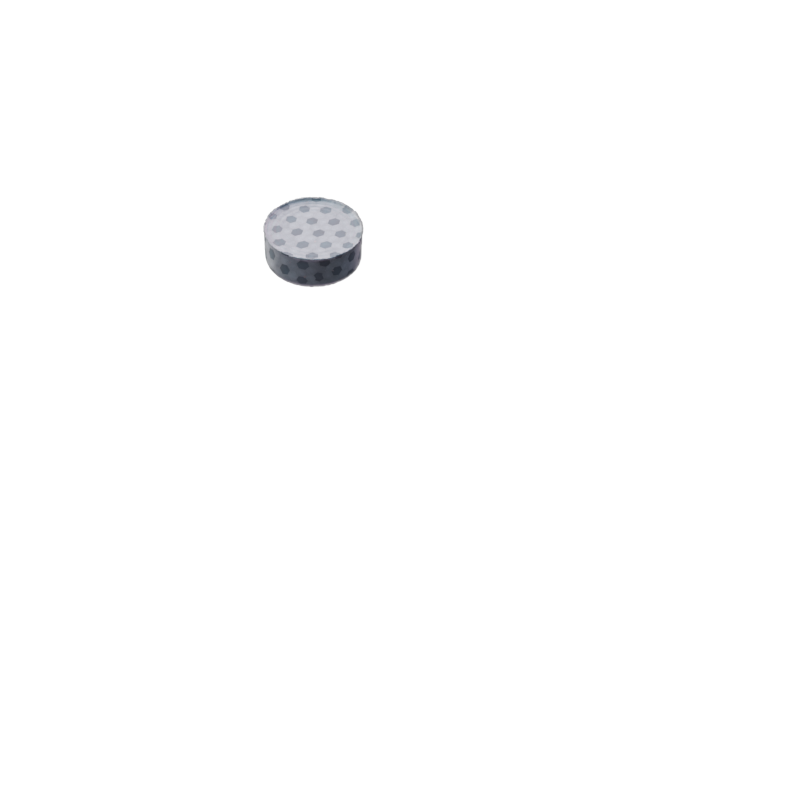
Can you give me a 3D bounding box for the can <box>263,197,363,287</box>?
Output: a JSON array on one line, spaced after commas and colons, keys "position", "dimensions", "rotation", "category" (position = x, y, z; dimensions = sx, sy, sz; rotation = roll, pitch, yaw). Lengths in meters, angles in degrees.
[{"position": [-0.075, -0.137, 0.960], "dimensions": [0.086, 0.031, 0.092], "rotation": [-1, 44, -1], "category": "can"}]
